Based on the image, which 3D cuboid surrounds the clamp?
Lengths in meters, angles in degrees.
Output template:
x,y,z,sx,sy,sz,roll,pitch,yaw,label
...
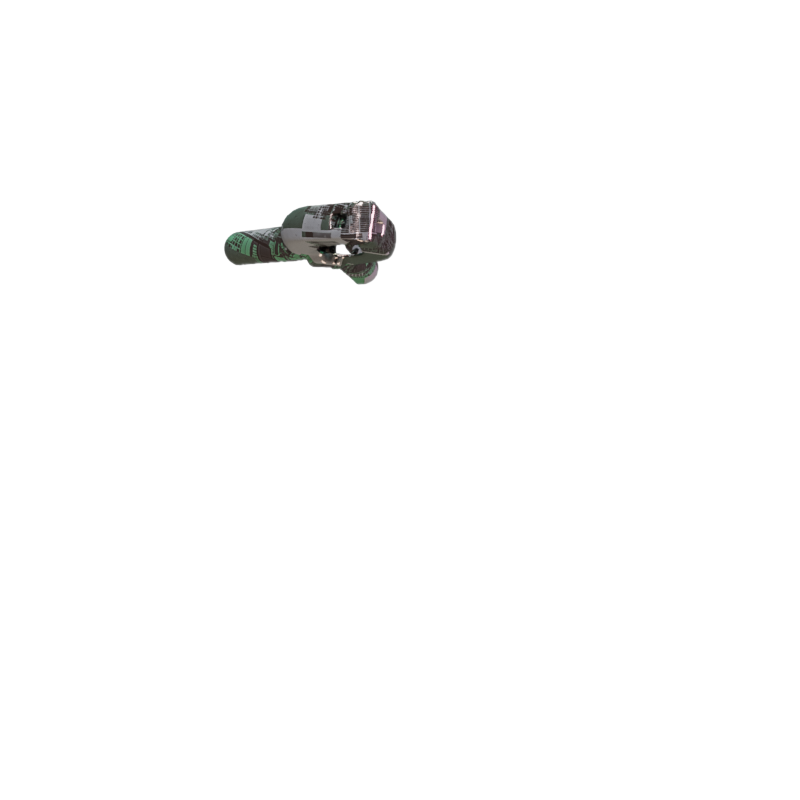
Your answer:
x,y,z,sx,sy,sz,roll,pitch,yaw,label
-0.062,-0.112,0.786,0.118,0.040,0.169,1,-6,-11,clamp
